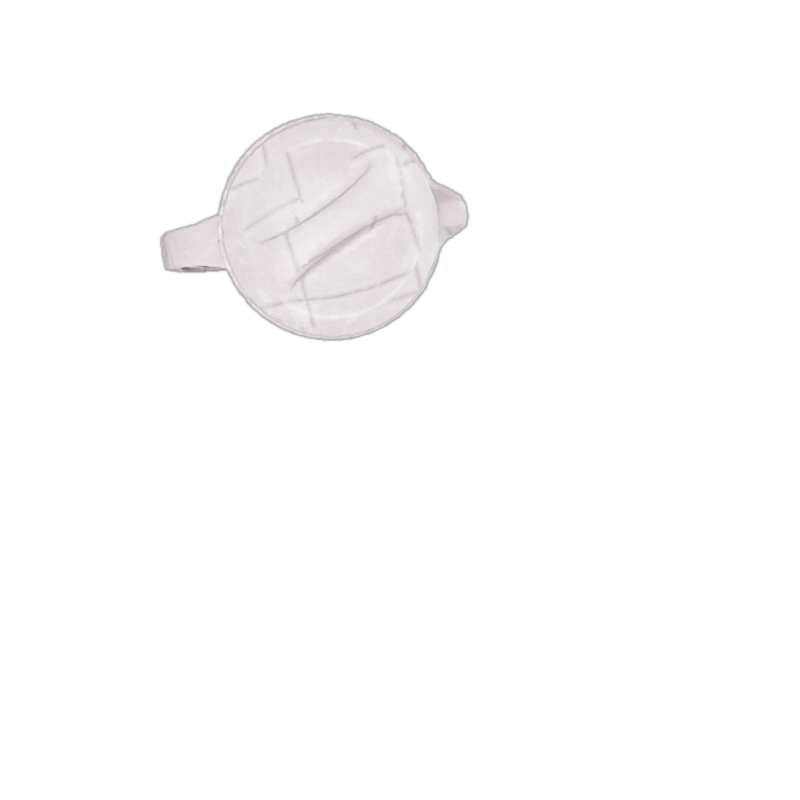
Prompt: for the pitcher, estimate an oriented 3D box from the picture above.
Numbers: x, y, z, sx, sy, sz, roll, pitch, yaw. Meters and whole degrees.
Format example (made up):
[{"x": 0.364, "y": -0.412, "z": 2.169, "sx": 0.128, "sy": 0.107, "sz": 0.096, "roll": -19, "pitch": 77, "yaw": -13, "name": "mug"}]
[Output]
[{"x": -0.060, "y": -0.109, "z": 0.764, "sx": 0.149, "sy": 0.145, "sz": 0.243, "roll": 36, "pitch": -1, "yaw": -4, "name": "pitcher"}]
